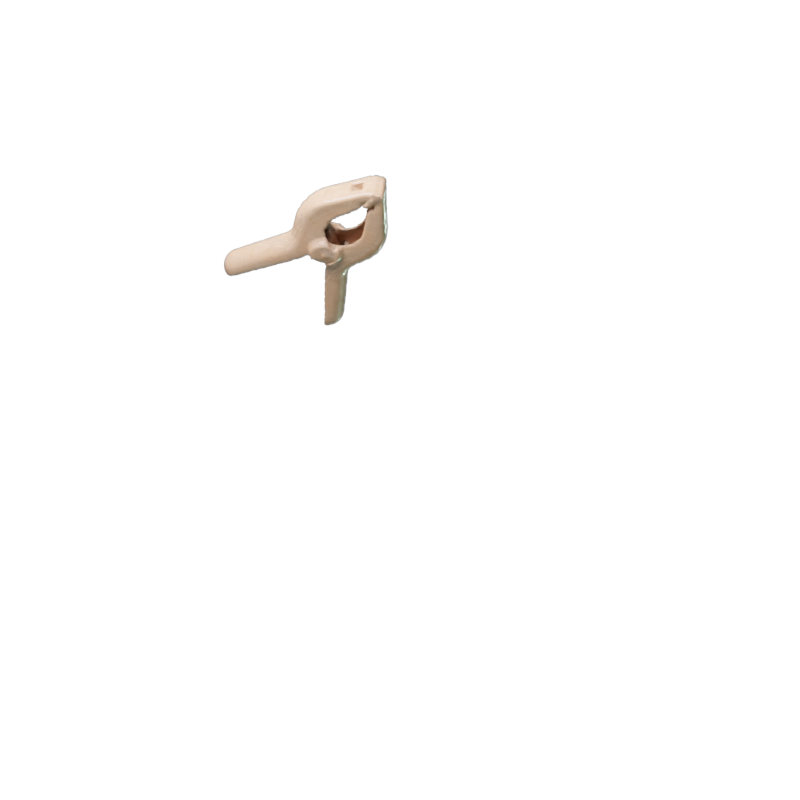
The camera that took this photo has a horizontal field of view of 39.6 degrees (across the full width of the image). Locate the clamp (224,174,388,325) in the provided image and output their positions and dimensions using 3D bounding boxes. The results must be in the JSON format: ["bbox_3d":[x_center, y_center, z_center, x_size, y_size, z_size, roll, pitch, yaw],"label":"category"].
[{"bbox_3d":[-0.075,-0.136,0.956,0.116,0.042,0.165,18,-45,-19],"label":"clamp"}]
